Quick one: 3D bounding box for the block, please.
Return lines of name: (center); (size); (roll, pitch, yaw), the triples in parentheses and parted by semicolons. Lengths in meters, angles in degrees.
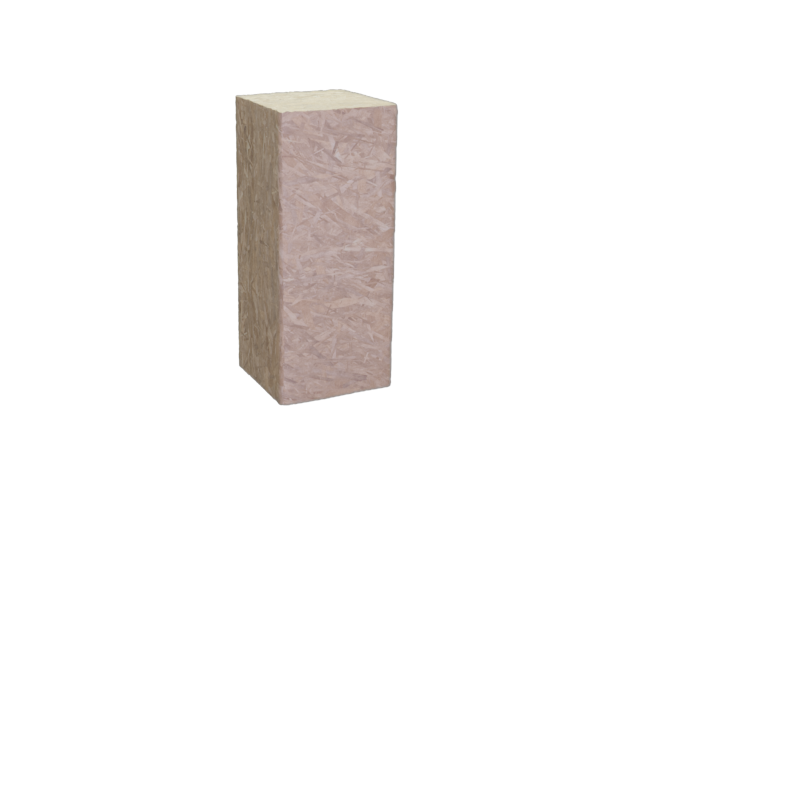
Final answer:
block: (-0.062, -0.114, 0.798); (0.088, 0.199, 0.096); (-7, 18, -26)
